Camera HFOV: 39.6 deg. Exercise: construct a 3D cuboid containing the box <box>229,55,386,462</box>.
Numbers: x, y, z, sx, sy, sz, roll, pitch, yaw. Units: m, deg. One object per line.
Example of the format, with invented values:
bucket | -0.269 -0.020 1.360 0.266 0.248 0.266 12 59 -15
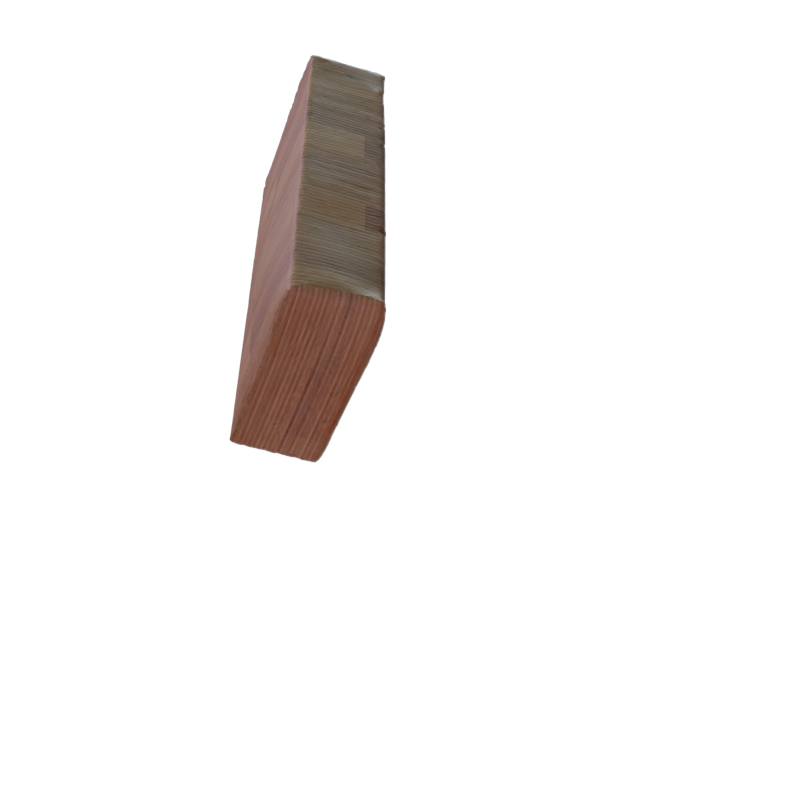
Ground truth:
box | -0.040 -0.072 0.501 0.047 0.089 0.189 13 41 -16
